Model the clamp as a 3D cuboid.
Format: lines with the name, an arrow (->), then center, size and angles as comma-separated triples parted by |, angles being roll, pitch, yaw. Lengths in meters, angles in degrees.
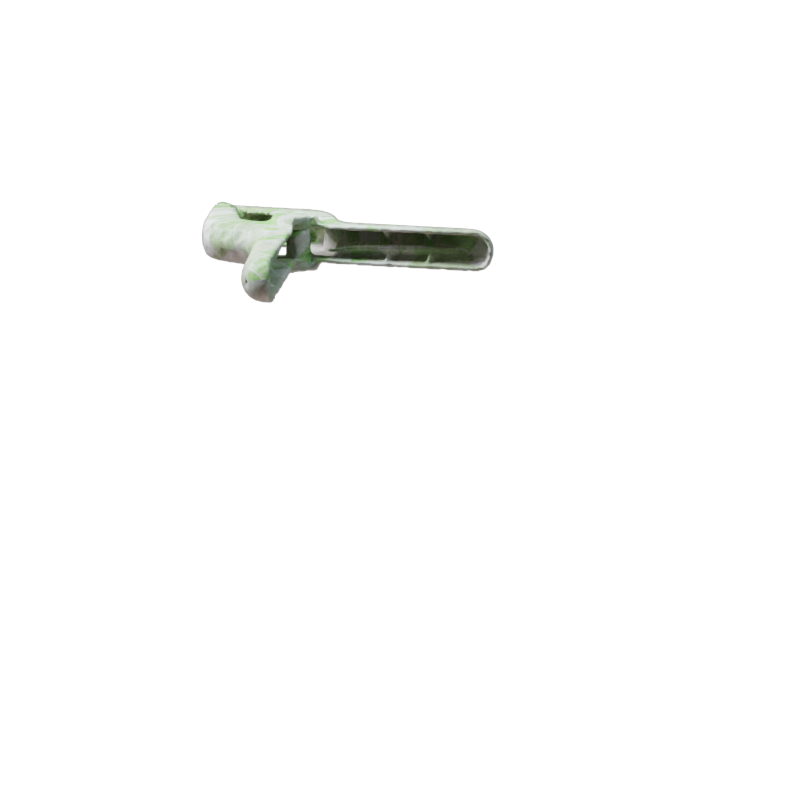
clamp -> -0.055, -0.101, 0.705 | 0.160, 0.035, 0.222 | -8, 19, -26
